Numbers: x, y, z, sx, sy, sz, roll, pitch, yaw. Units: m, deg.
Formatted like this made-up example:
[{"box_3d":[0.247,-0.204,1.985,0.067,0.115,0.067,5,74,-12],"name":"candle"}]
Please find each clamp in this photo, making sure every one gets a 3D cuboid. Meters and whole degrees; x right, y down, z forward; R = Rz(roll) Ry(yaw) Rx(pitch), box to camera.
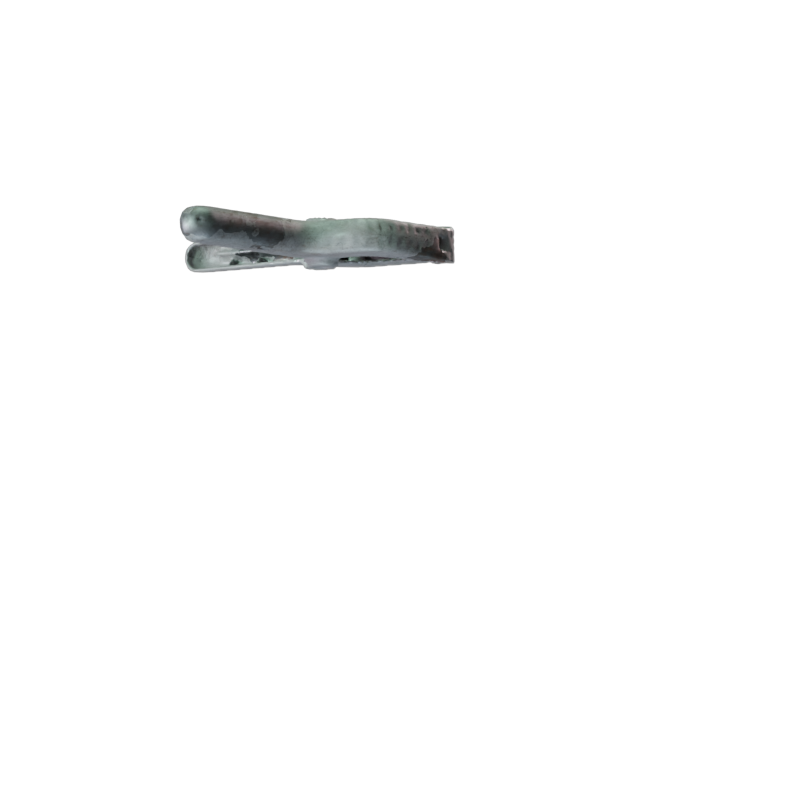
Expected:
[{"box_3d":[-0.064,-0.116,0.813,0.210,0.037,0.162,0,-1,0],"name":"clamp"}]
